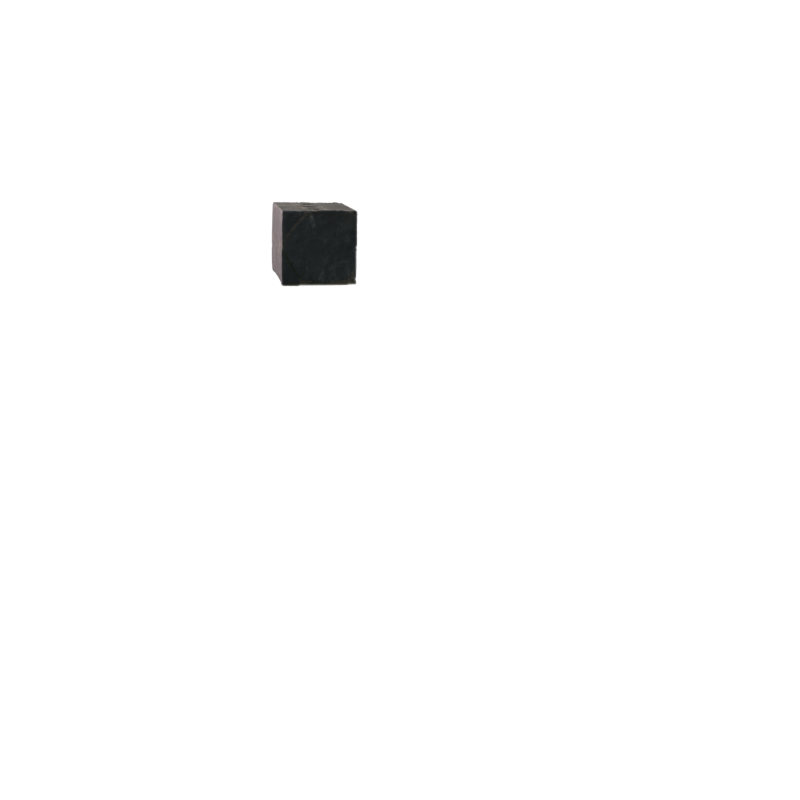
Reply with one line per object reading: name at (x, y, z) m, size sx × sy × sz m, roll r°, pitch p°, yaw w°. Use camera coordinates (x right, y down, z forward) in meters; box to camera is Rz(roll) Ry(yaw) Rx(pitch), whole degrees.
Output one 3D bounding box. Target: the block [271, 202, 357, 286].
block at (-0.061, -0.111, 0.774) m, size 0.052 × 0.050 × 0.081 m, roll -2°, pitch 12°, yaw -10°
